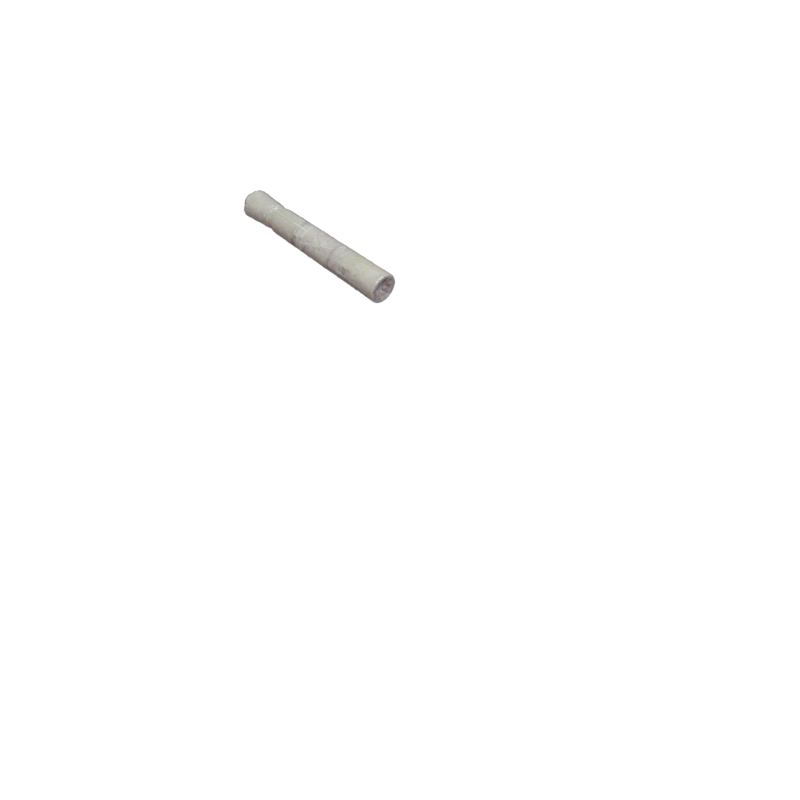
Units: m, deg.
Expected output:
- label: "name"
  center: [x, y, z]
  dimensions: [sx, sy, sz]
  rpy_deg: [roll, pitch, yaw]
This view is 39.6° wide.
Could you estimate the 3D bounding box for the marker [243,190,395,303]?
- label: "marker"
  center: [-0.052, -0.095, 0.664]
  dimensions: [0.019, 0.019, 0.129]
  rpy_deg: [-3, 32, -48]
